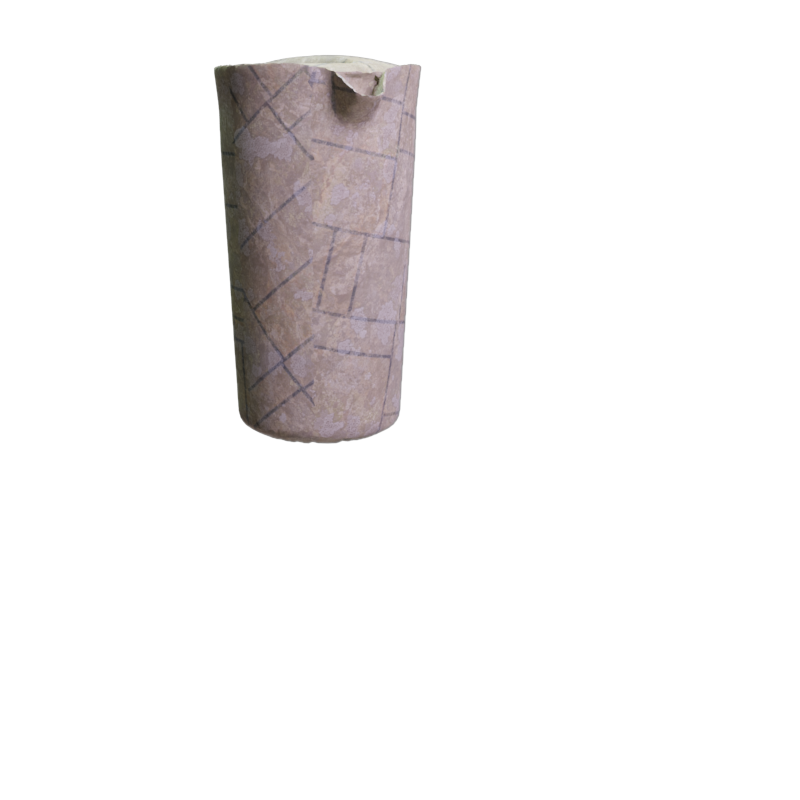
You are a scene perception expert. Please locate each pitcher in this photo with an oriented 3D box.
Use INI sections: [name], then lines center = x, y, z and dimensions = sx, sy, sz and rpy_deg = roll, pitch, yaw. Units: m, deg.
[pitcher]
center = -0.058, -0.105, 0.736
dimensions = 0.149, 0.239, 0.148
rpy_deg = 4, 10, 19
